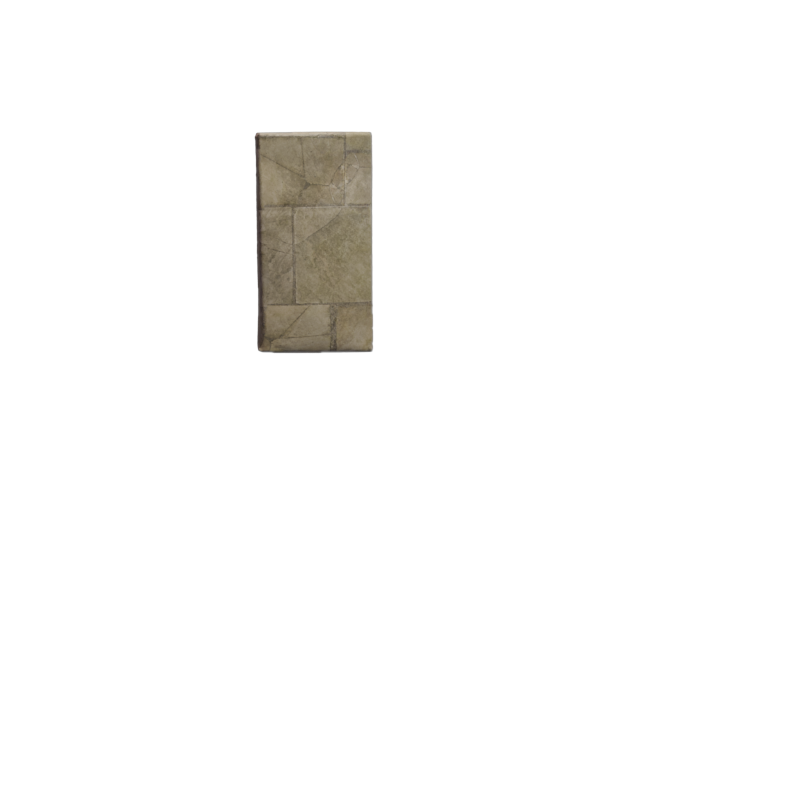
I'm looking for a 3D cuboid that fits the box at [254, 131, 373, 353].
[{"bbox_3d":[-0.070,-0.127,0.891,0.092,0.175,0.049,0,4,-7],"label":"box"}]
